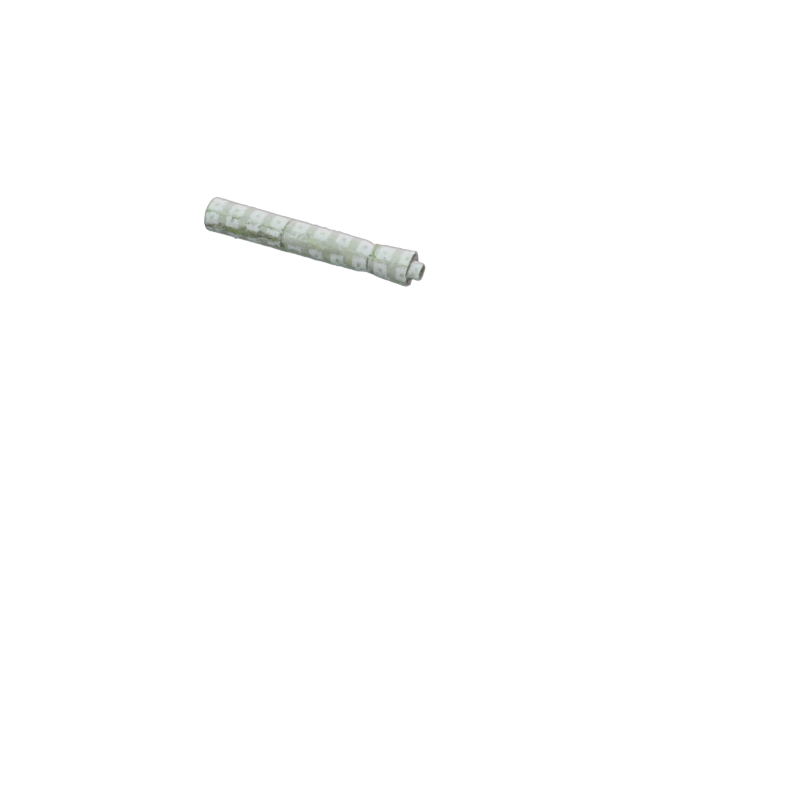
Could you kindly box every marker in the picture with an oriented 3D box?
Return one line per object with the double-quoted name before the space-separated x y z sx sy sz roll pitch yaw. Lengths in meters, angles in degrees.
"marker" -0.045 -0.082 0.577 0.125 0.019 0.019 18 9 19
